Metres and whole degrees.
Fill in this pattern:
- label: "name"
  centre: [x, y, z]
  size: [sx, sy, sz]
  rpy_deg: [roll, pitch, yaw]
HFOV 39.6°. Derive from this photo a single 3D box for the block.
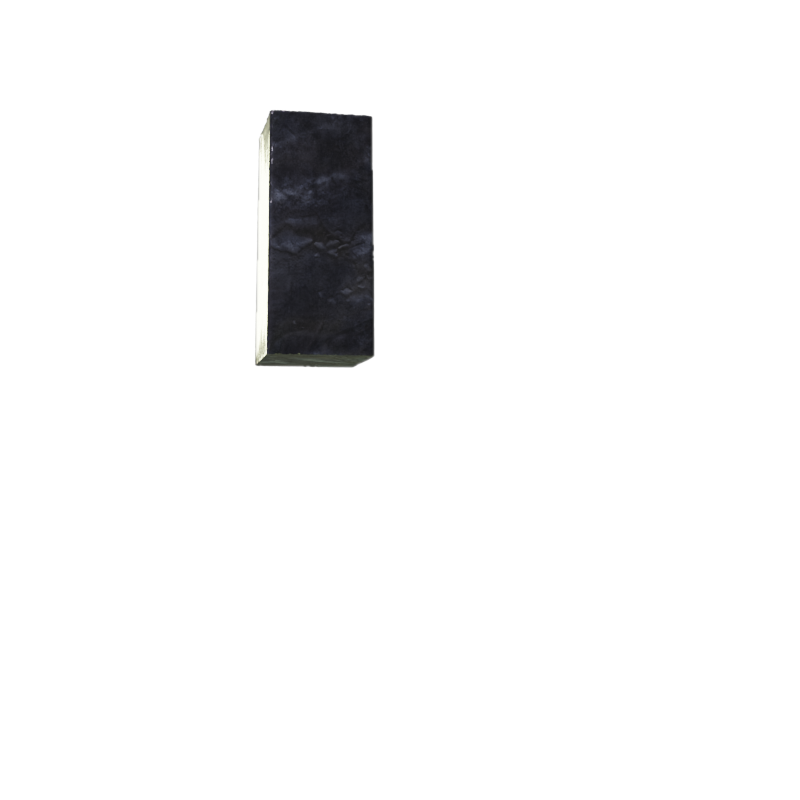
- label: "block"
  centre: [-0.075, -0.136, 0.956]
  size: [0.089, 0.212, 0.089]
  rpy_deg: [2, -12, -12]
